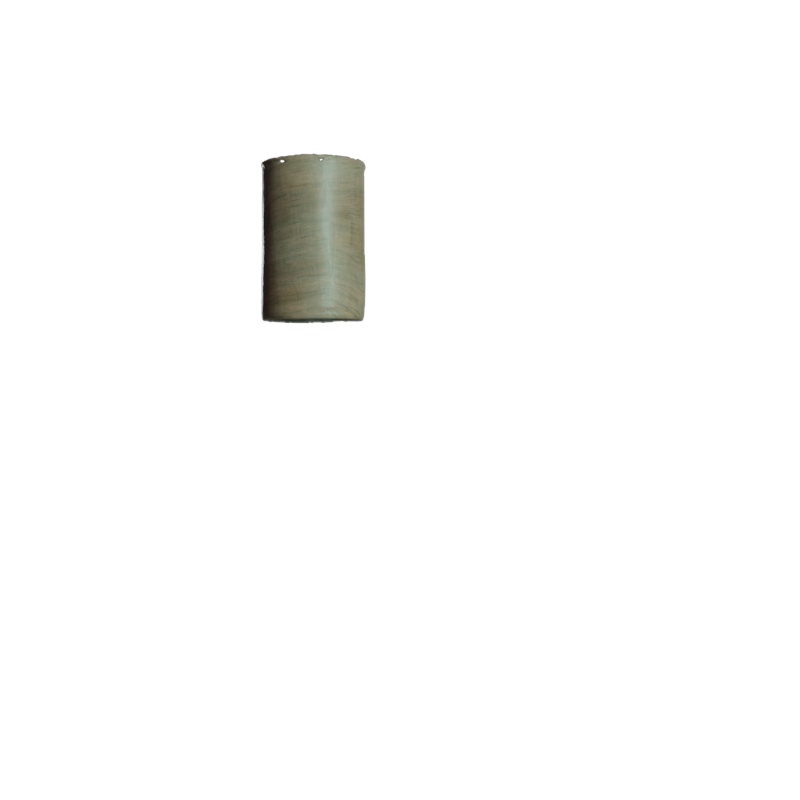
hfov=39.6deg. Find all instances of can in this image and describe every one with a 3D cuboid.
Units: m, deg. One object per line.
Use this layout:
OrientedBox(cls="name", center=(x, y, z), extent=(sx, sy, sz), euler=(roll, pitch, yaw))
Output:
OrientedBox(cls="can", center=(-0.056, -0.102, 0.714), extent=(0.068, 0.104, 0.068), euler=(0, -4, -2))
